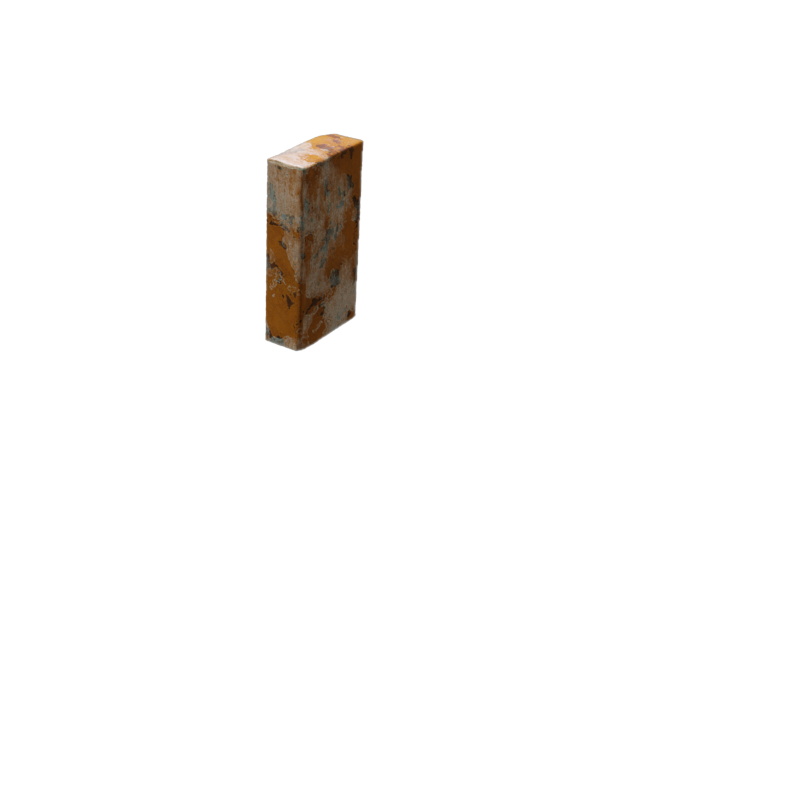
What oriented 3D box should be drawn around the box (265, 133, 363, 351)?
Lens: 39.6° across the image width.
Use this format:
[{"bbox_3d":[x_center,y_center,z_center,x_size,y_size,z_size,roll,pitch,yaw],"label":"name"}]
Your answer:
[{"bbox_3d":[-0.077,-0.140,0.981,0.050,0.167,0.094,17,29,29],"label":"box"}]
